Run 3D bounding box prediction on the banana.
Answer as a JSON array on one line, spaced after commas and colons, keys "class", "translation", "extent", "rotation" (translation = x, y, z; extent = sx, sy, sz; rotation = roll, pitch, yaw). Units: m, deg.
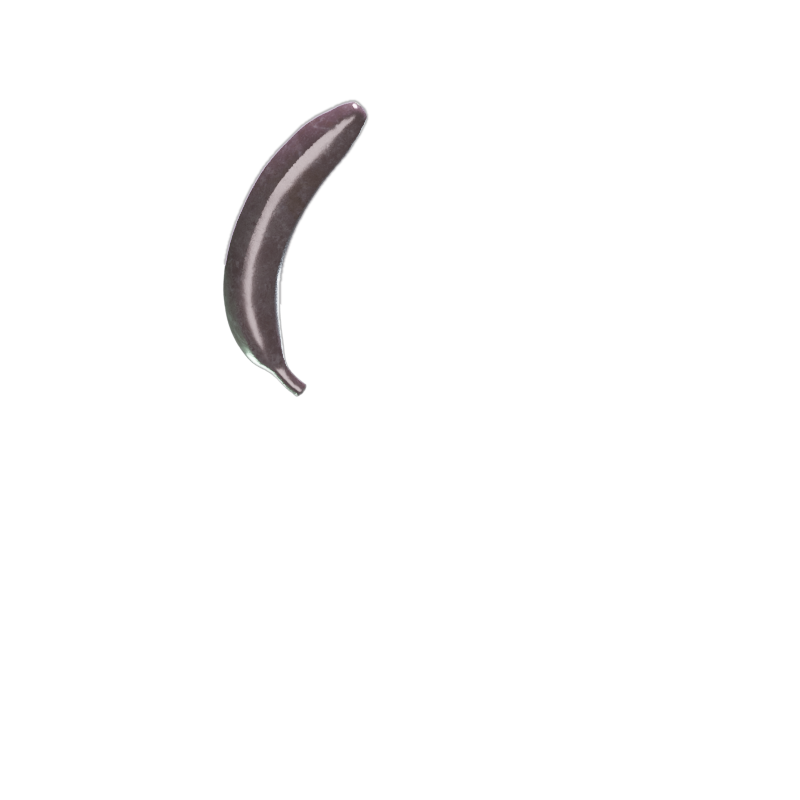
[{"class": "banana", "translation": [-0.075, -0.103, 0.718], "extent": [0.069, 0.191, 0.038], "rotation": [12, 16, -5]}]
